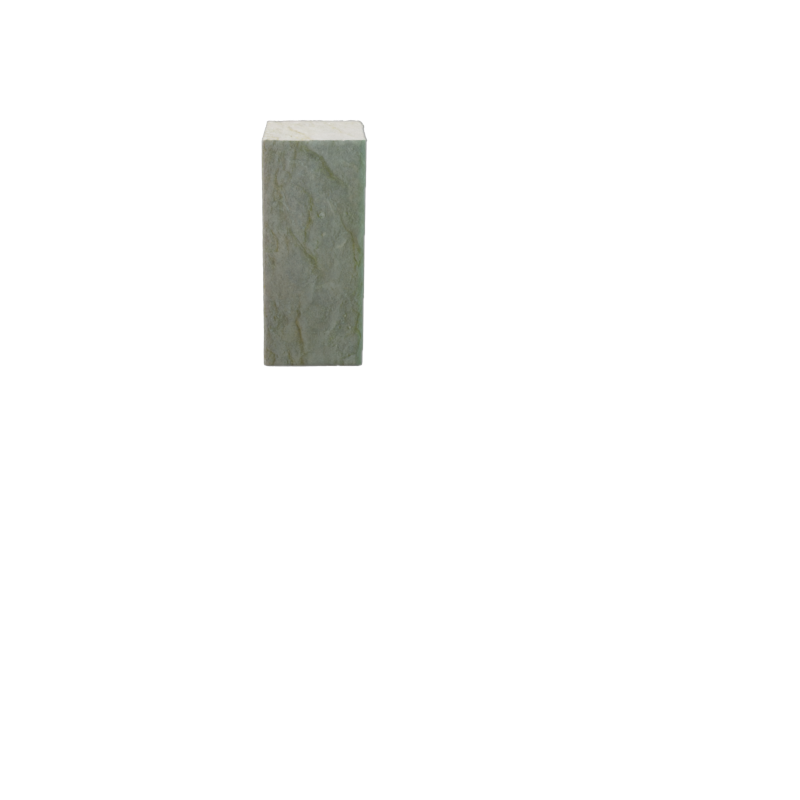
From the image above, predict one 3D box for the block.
[{"bbox_3d":[-0.078,-0.143,0.999,0.090,0.198,0.095,0,18,-3],"label":"block"}]
